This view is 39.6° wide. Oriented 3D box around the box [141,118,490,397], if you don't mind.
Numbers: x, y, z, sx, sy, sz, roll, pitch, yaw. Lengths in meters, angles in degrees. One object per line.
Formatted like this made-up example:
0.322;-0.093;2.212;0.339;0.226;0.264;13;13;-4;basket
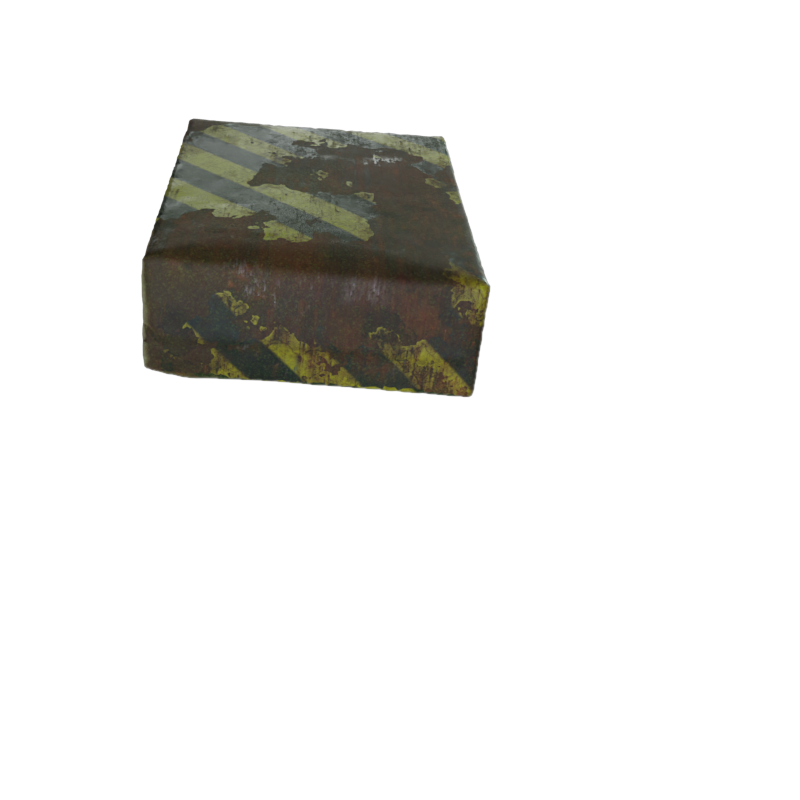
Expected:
-0.048;-0.088;0.618;0.163;0.068;0.227;3;29;-5;box
